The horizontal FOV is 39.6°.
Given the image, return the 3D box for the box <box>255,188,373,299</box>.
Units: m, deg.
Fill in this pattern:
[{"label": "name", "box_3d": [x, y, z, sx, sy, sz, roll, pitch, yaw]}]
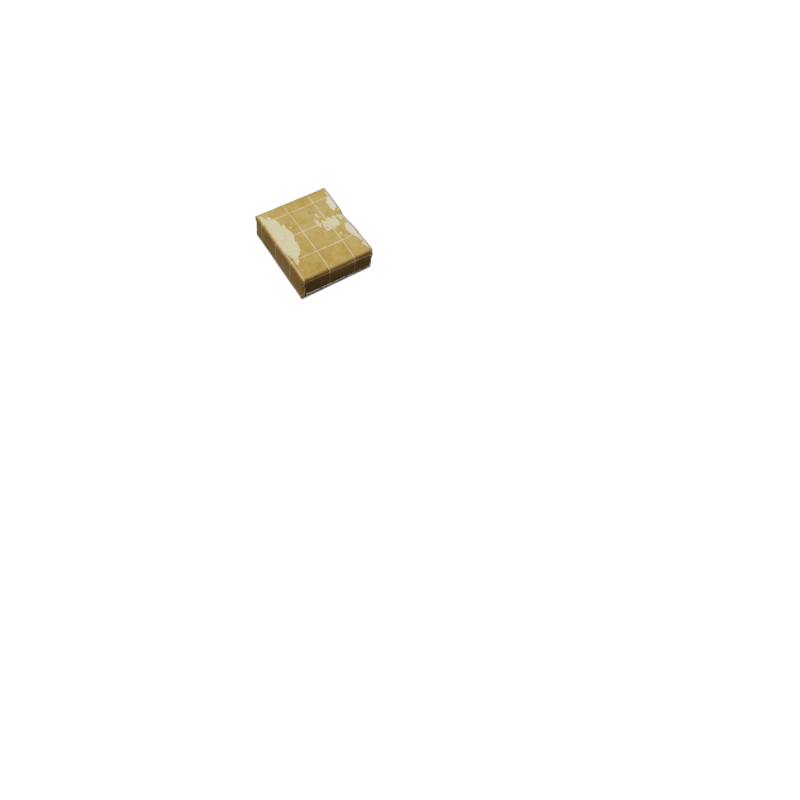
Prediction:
[{"label": "box", "box_3d": [-0.078, -0.143, 0.999, 0.073, 0.096, 0.028, -25, -32, -18]}]
